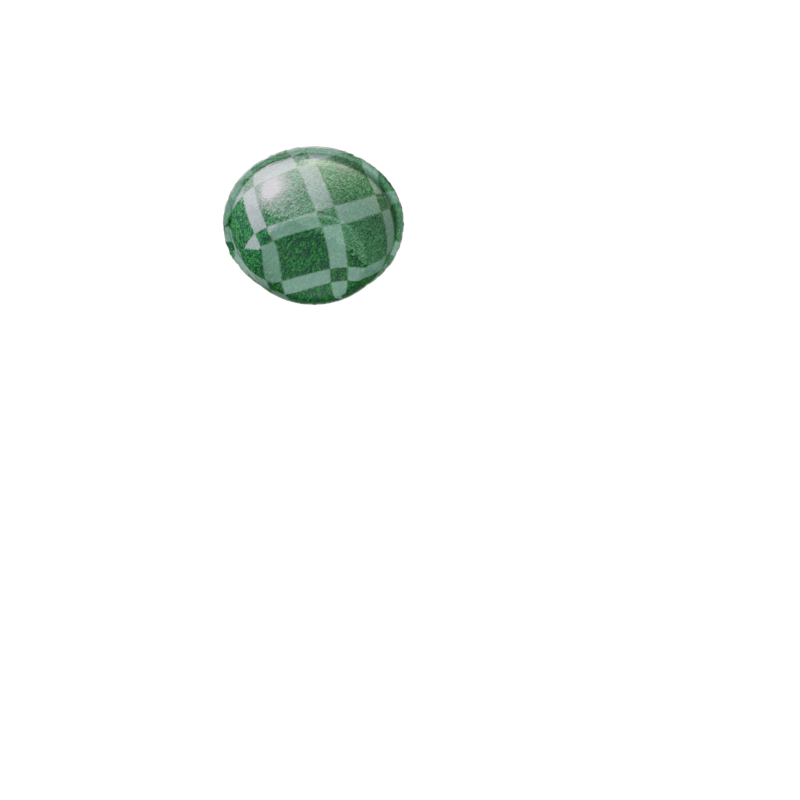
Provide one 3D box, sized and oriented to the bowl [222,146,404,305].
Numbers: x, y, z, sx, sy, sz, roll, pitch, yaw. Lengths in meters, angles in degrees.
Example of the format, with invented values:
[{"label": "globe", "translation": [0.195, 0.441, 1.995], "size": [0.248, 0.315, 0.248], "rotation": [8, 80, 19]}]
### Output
[{"label": "bowl", "translation": [-0.076, -0.138, 0.967], "size": [0.162, 0.152, 0.059], "rotation": [1, 35, -1]}]
